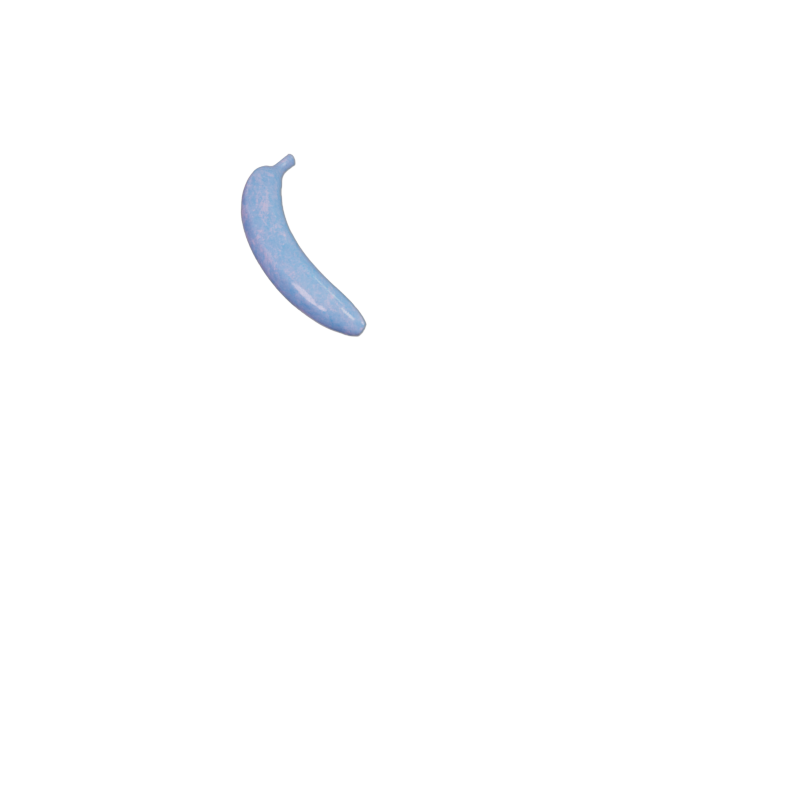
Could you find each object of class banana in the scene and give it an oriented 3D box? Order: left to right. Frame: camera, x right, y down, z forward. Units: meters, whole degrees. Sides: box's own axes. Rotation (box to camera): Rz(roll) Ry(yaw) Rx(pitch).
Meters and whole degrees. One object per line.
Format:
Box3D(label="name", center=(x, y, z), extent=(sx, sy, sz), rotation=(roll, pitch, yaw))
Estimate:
Box3D(label="banana", center=(-0.093, -0.134, 0.949), extent=(0.069, 0.212, 0.034), rotation=(-17, -28, -10))
